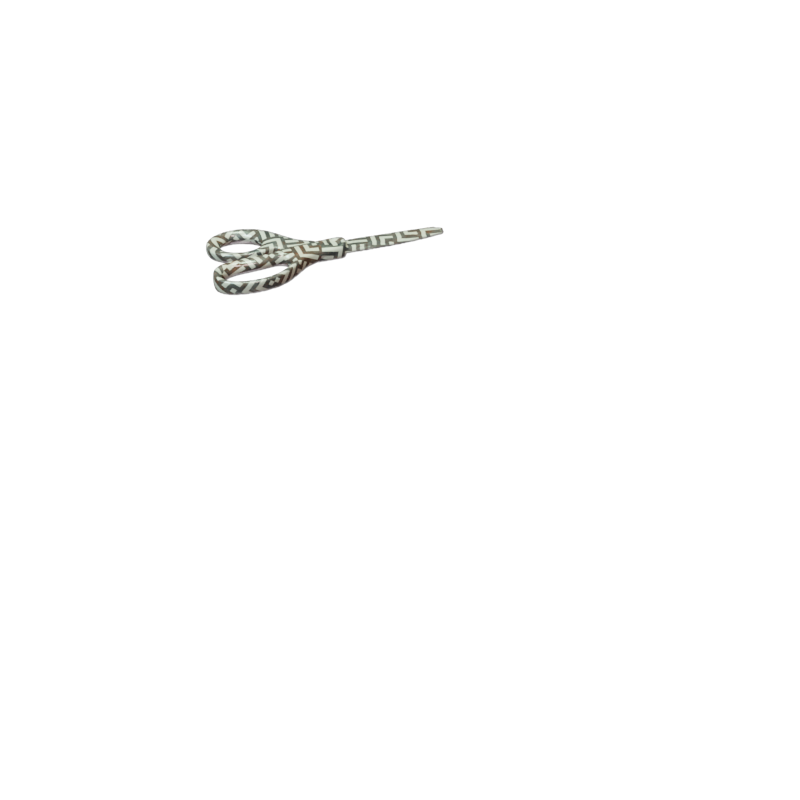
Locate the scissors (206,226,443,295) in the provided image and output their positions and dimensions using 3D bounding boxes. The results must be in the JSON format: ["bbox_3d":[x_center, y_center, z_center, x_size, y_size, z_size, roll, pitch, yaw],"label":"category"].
[{"bbox_3d":[-0.071,-0.130,0.913,0.200,0.015,0.103,-23,41,-30],"label":"scissors"}]
